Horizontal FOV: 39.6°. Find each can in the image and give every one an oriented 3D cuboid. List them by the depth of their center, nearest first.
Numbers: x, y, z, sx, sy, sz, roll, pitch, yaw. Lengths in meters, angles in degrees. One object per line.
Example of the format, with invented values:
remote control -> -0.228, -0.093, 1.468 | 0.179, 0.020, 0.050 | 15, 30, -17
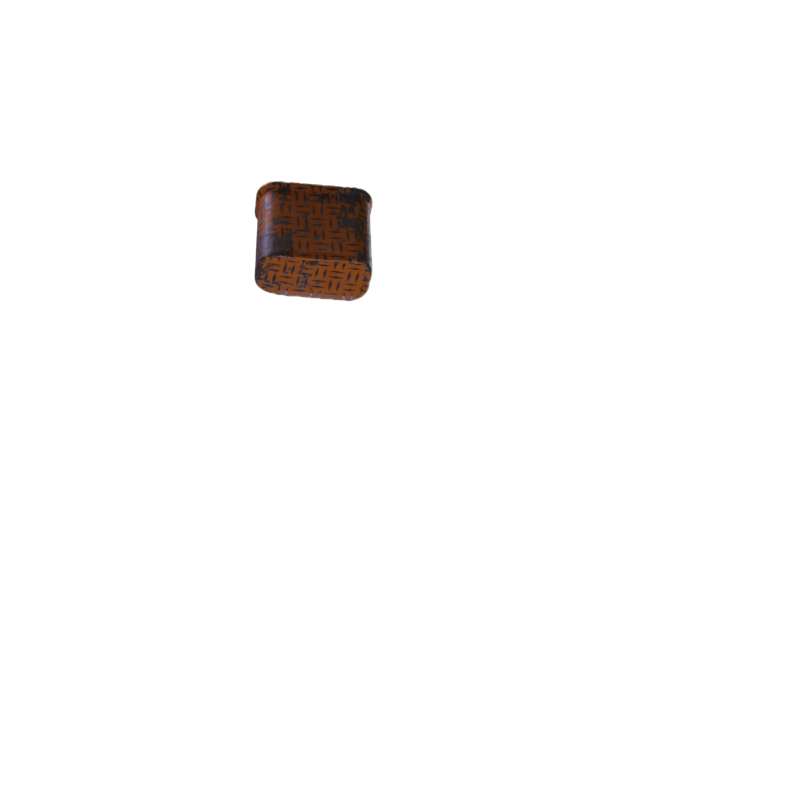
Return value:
can -> -0.074, -0.134, 0.942 | 0.101, 0.090, 0.054 | 4, -39, -6
